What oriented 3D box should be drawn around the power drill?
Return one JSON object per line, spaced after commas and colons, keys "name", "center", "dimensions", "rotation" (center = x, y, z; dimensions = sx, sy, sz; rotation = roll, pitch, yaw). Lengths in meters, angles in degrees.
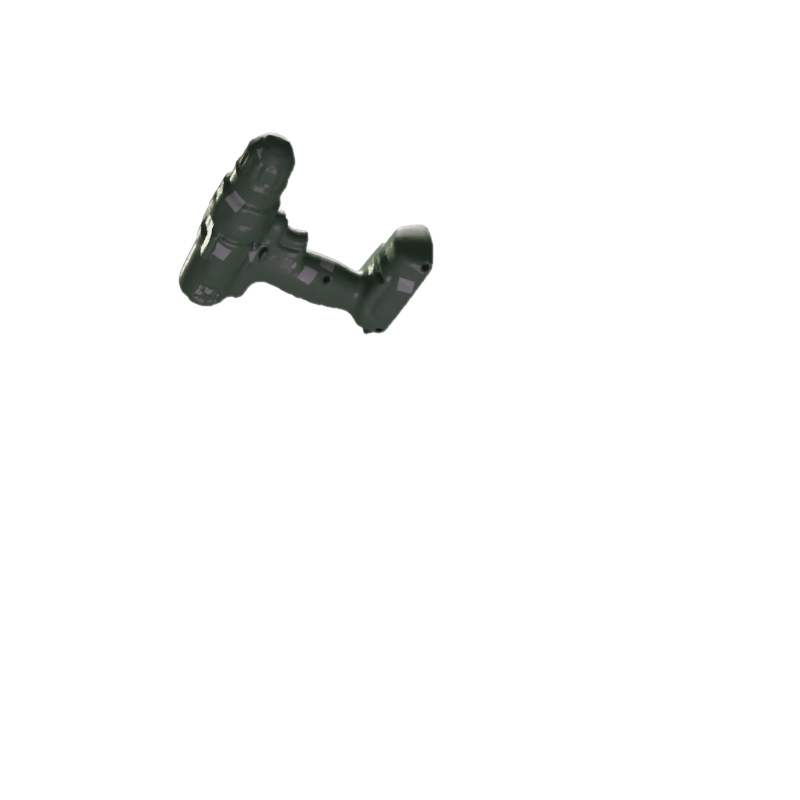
{"name": "power drill", "center": [-0.071, -0.130, 0.911], "dimensions": [0.181, 0.062, 0.178], "rotation": [16, -41, -20]}
